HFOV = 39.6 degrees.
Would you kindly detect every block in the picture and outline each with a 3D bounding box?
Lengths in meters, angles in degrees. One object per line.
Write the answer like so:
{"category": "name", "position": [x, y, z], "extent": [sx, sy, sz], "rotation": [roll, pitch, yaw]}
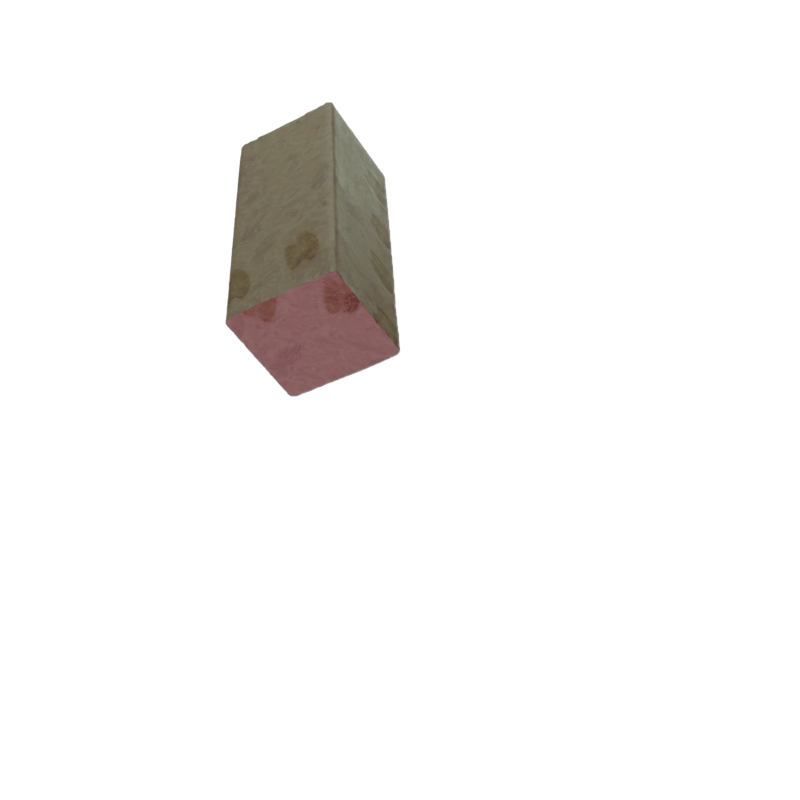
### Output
{"category": "block", "position": [-0.065, -0.118, 0.827], "extent": [0.090, 0.221, 0.084], "rotation": [-24, -50, 18]}
